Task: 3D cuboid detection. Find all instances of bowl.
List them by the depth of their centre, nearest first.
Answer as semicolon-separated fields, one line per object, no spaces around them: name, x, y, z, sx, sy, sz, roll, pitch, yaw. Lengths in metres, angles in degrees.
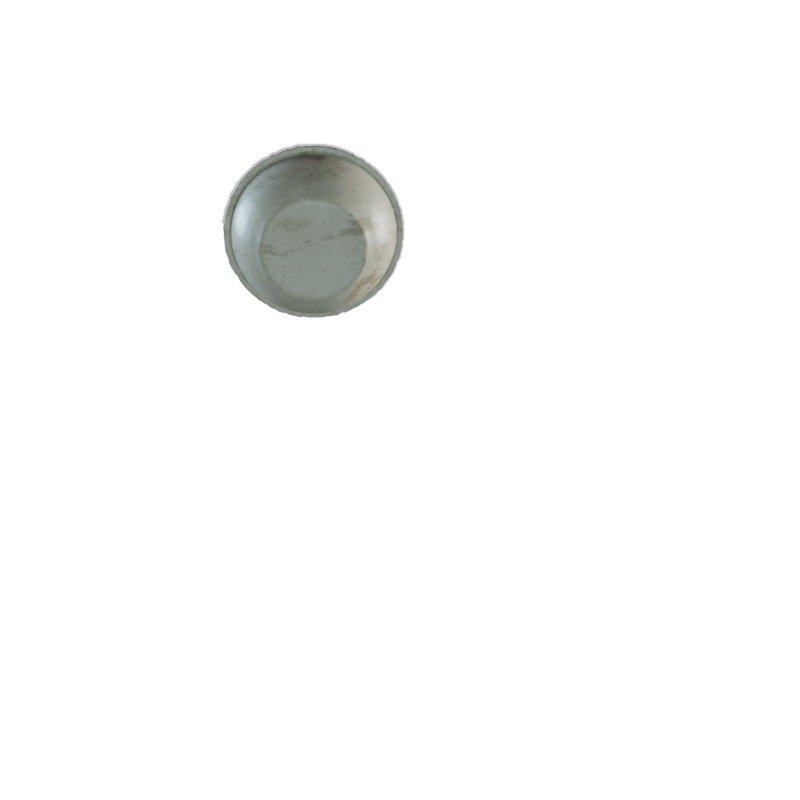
bowl;-0.076;-0.138;0.967;0.162;0.155;0.057;0;19;-1
